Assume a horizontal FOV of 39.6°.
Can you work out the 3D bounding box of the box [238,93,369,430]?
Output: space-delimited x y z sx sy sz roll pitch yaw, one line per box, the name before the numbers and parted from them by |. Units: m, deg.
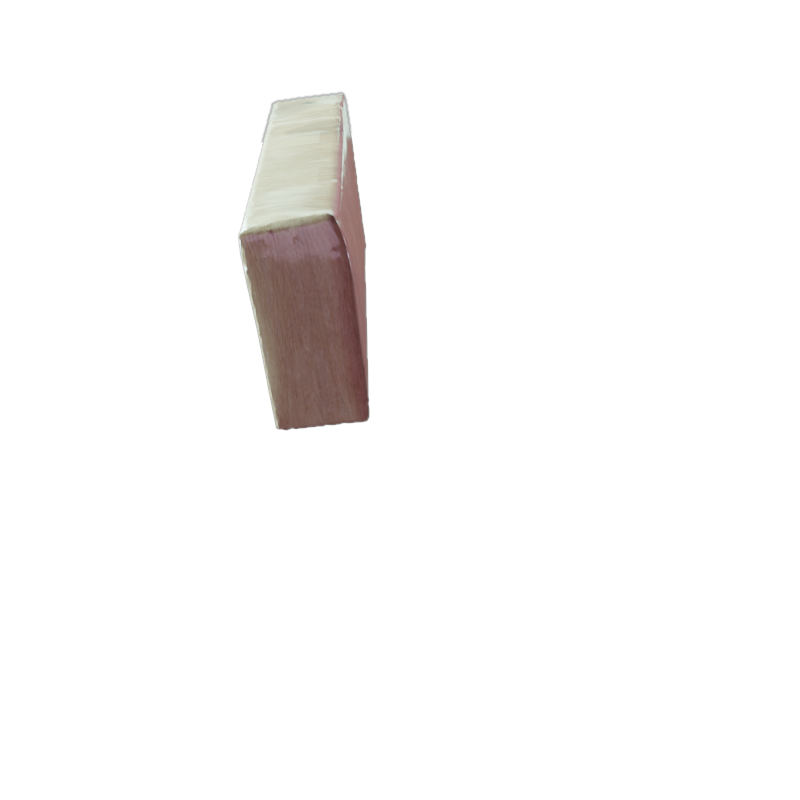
box | -0.041 -0.074 0.517 0.048 0.088 0.187 -8 28 0
